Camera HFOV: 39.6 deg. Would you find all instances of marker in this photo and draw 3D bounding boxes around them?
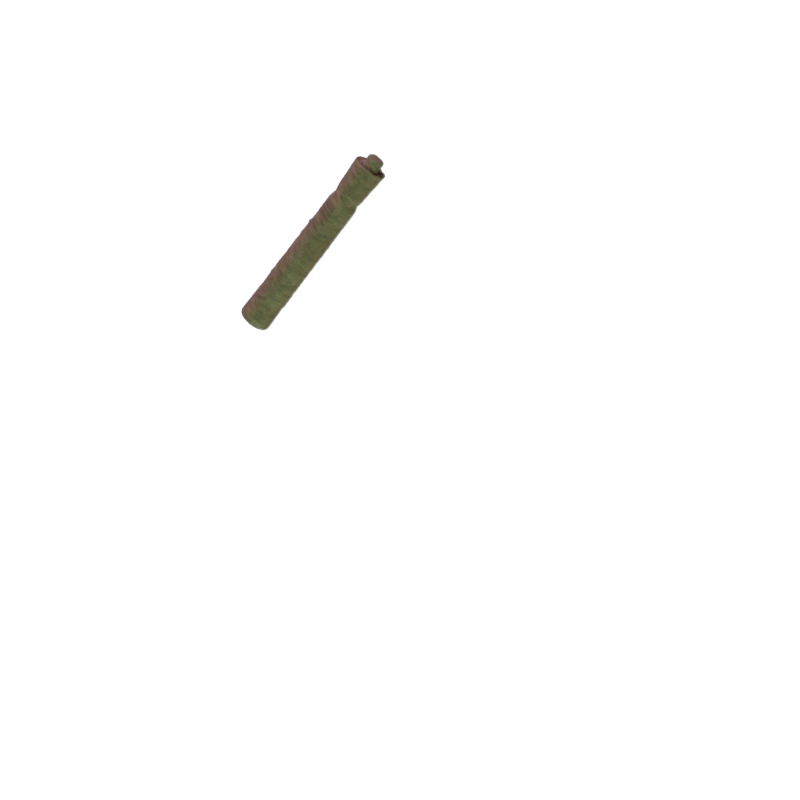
[{"bbox_3d":[-0.048,-0.088,0.614,0.019,0.118,0.021,32,24,-20],"label":"marker"}]
